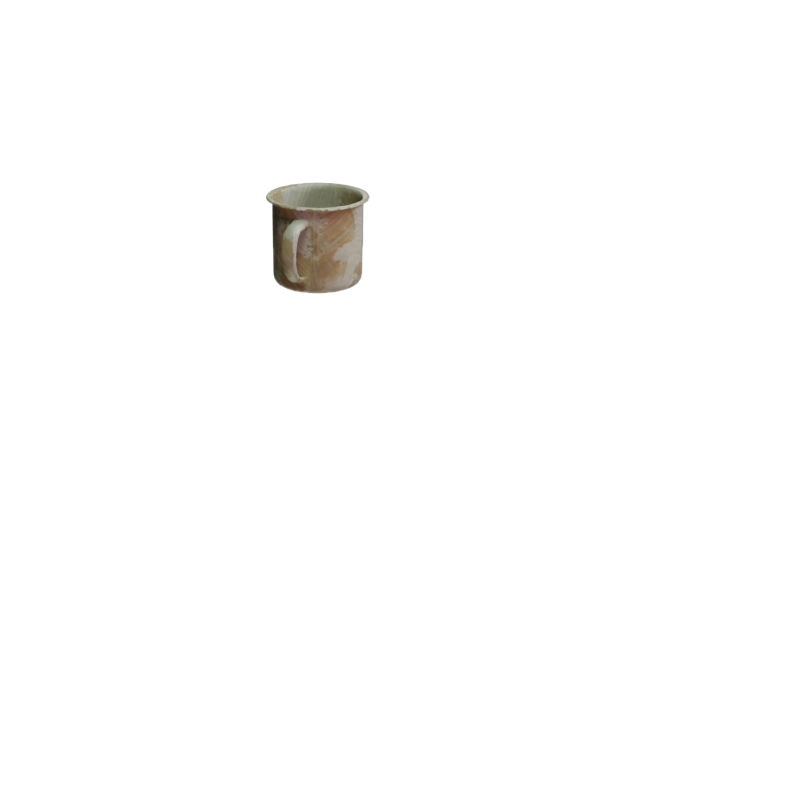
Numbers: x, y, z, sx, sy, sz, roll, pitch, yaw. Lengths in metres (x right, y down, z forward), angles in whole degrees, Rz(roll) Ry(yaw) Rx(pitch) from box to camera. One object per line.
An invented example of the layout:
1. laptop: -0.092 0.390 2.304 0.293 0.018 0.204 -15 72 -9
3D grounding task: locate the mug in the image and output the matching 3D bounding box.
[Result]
1. mug: -0.078 -0.142 0.996 0.096 0.078 0.120 7 23 15
